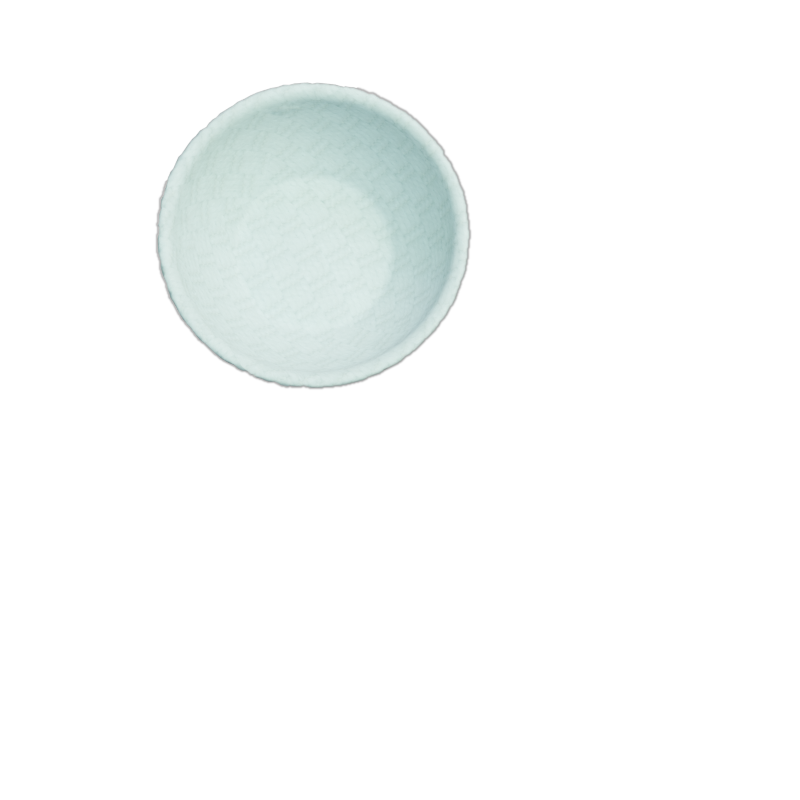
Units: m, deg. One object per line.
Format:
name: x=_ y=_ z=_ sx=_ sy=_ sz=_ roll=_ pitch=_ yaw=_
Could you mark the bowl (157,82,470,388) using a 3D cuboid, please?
bowl: x=-0.047 y=-0.085 z=0.595 sx=0.162 sy=0.167 sz=0.053 roll=0 pitch=-12 yaw=-1
